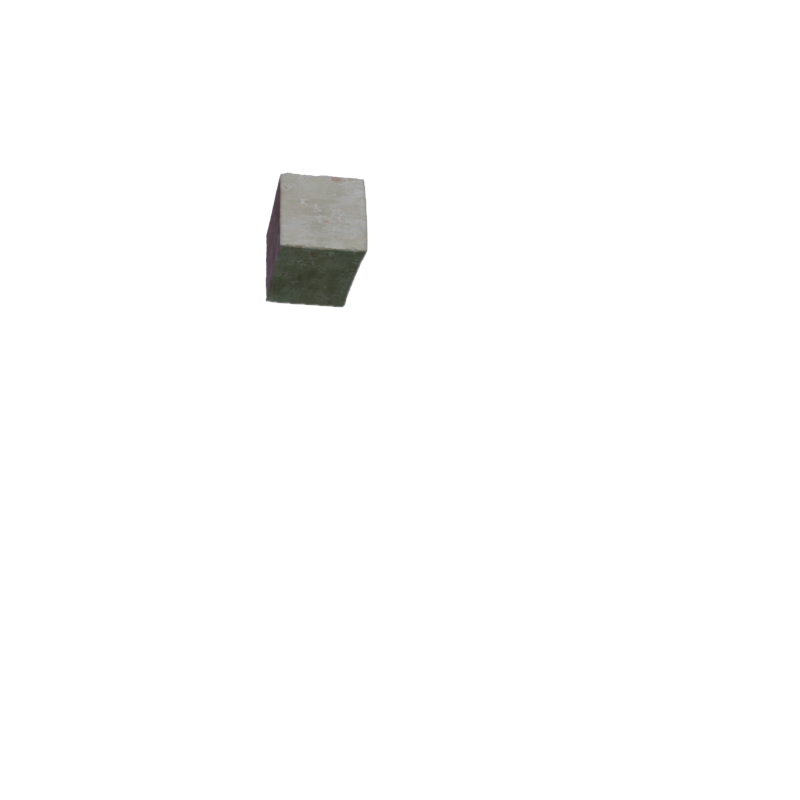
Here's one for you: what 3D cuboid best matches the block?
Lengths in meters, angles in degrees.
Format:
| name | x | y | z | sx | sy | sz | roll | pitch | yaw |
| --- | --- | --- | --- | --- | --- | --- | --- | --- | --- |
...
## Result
| name | x | y | z | sx | sy | sz | roll | pitch | yaw |
| --- | --- | --- | --- | --- | --- | --- | --- | --- | --- |
| block | -0.053 | -0.097 | 0.680 | 0.052 | 0.054 | 0.075 | 4 | -24 | -12 |
